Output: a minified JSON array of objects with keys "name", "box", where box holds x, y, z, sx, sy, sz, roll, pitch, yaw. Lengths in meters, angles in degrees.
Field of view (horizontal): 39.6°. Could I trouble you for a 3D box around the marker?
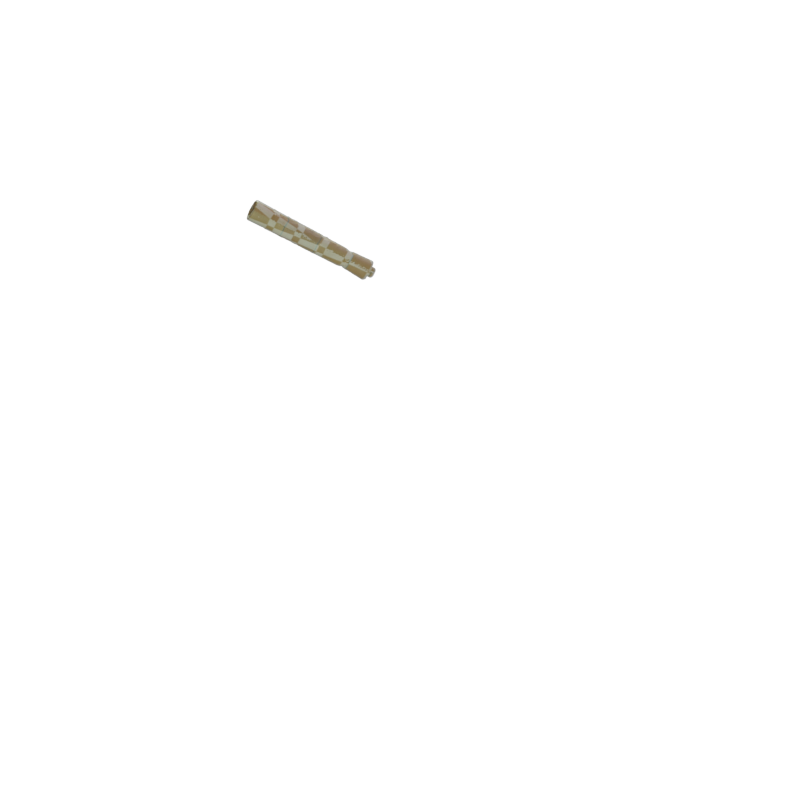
[{"name":"marker","box":[-0.074,-0.136,0.950,0.117,0.020,0.020,26,-4,-14]}]
